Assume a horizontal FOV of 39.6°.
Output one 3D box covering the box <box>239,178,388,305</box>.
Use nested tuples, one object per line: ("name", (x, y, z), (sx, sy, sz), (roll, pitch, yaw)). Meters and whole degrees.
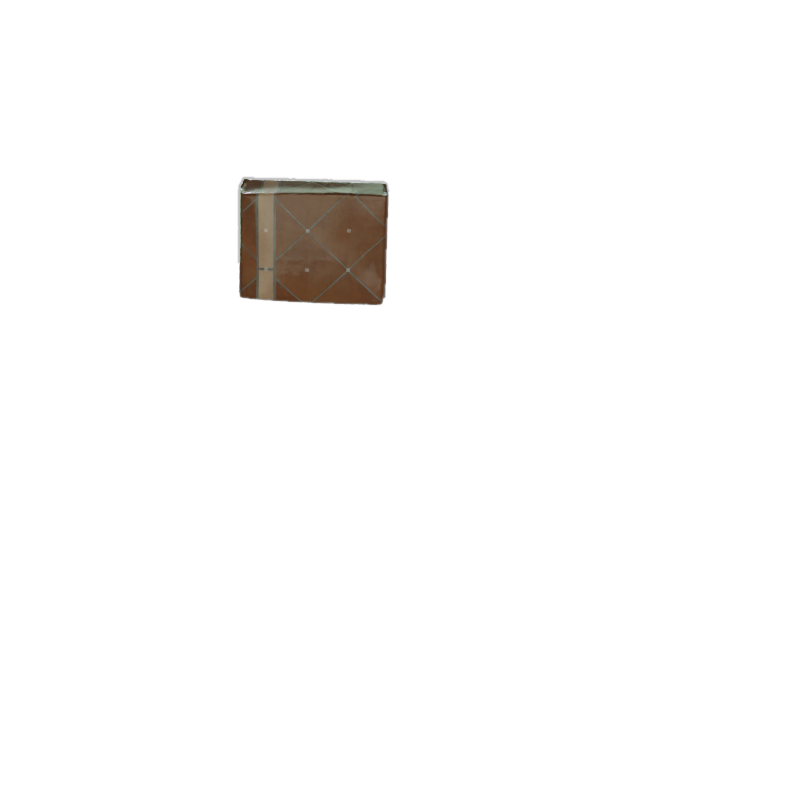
("box", (-0.066, -0.121, 0.846), (0.113, 0.086, 0.041), (2, 21, -1))
